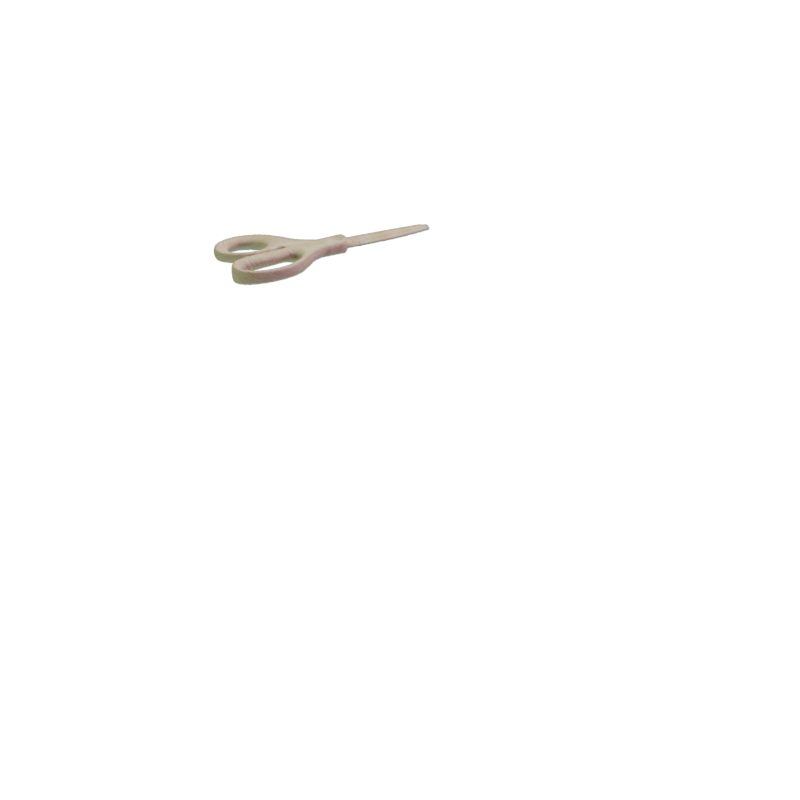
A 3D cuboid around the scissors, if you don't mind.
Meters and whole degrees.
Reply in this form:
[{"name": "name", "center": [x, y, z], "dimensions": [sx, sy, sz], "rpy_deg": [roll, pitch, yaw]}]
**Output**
[{"name": "scissors", "center": [-0.075, -0.137, 0.961], "dimensions": [0.102, 0.015, 0.200], "rpy_deg": [22, 34, 37]}]
